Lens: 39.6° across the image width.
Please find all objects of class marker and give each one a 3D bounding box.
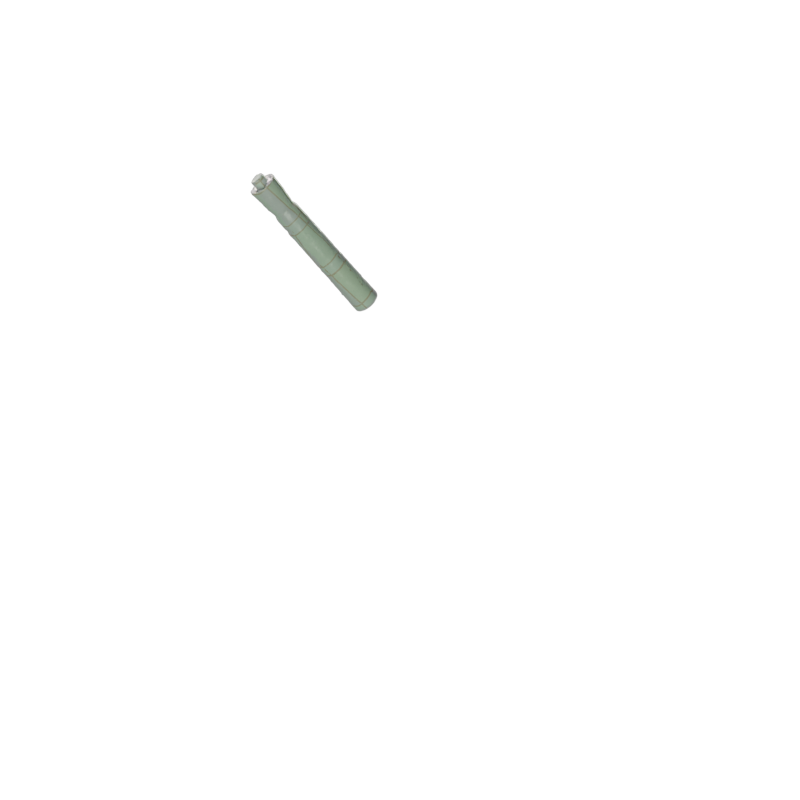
[{"bbox_3d":[-0.058,-0.106,0.741,0.114,0.020,0.020,47,-22,-25],"label":"marker"}]
